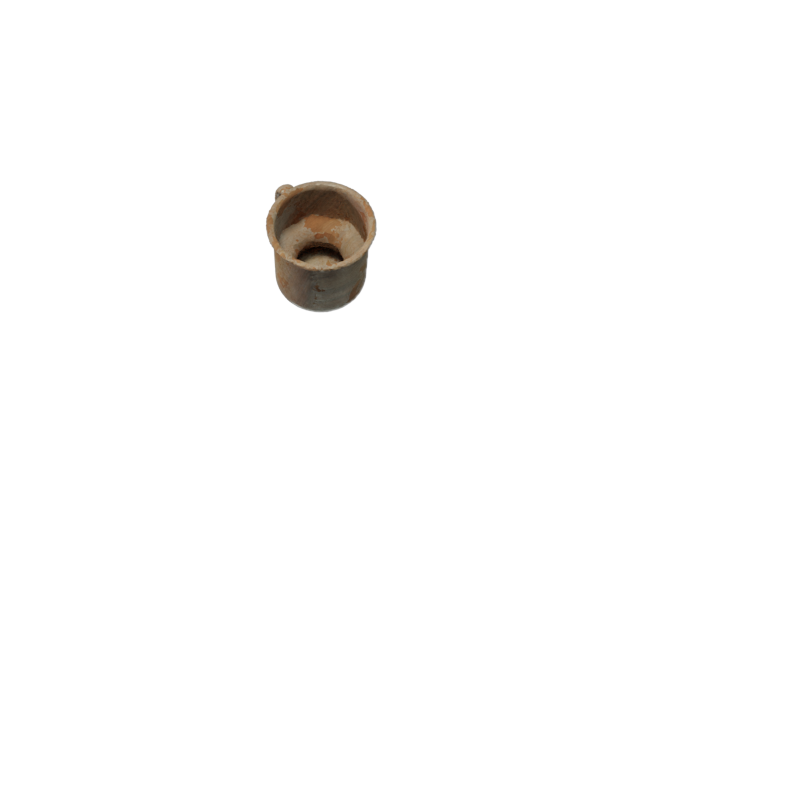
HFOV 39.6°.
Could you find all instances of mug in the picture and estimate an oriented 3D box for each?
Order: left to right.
[{"bbox_3d":[-0.076,-0.138,0.968,0.093,0.125,0.076,-30,-26,-18],"label":"mug"}]
